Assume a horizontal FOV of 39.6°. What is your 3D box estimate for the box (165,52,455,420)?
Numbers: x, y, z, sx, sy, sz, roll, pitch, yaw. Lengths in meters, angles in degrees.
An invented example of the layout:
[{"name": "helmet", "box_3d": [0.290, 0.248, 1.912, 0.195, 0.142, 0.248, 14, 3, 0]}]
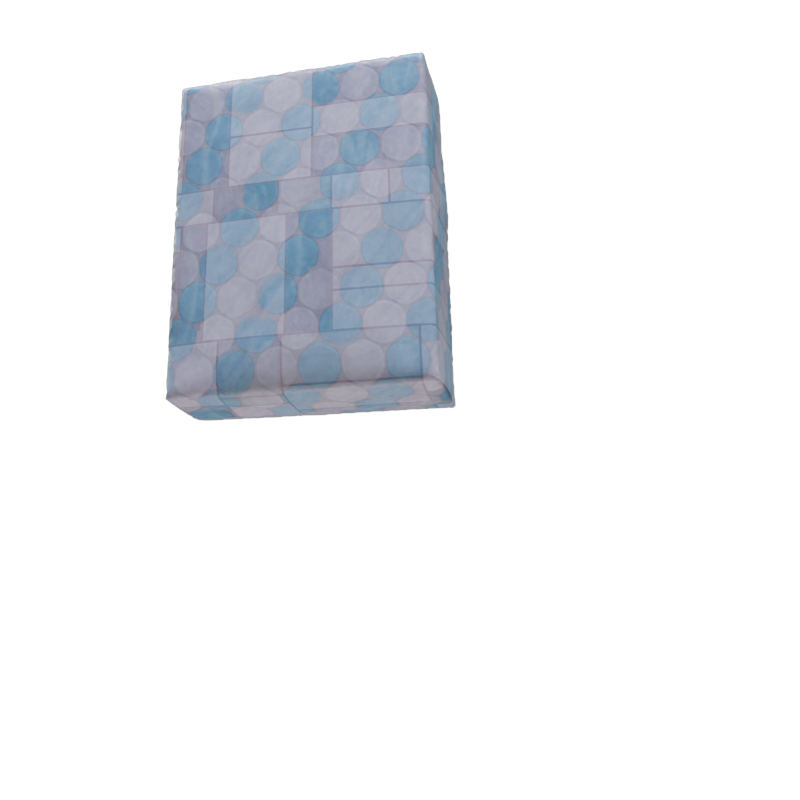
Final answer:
[{"name": "box", "box_3d": [-0.054, -0.099, 0.695, 0.166, 0.225, 0.067, -6, -22, 13]}]
